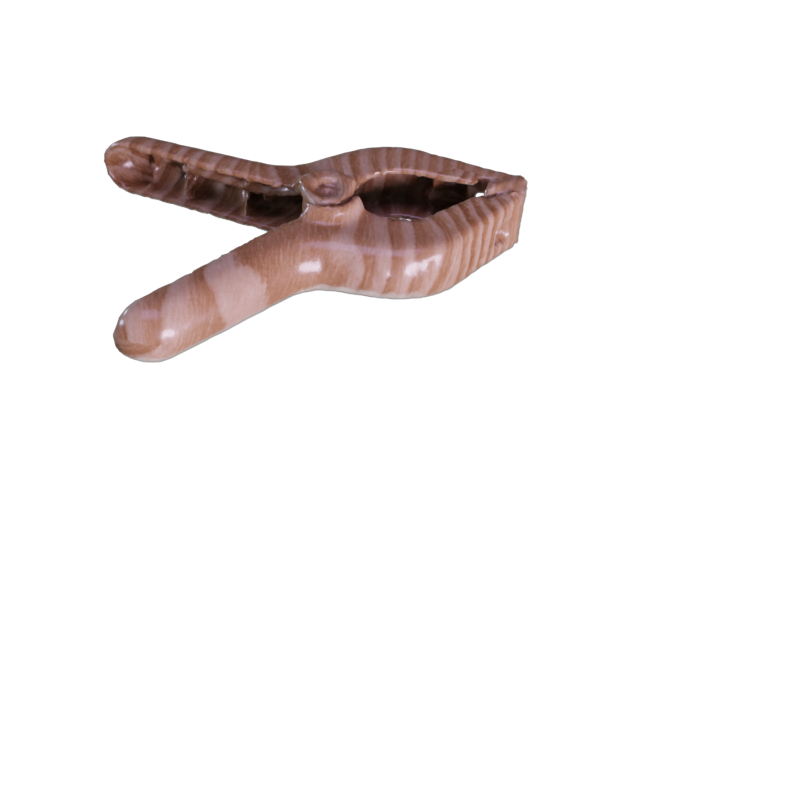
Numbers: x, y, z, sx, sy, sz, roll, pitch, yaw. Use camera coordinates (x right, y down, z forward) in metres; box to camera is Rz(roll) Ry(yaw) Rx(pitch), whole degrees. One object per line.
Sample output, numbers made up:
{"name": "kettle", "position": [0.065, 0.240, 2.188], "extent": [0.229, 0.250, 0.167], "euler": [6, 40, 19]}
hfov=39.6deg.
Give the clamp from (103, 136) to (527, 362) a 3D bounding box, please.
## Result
{"name": "clamp", "position": [-0.033, -0.061, 0.425], "extent": [0.171, 0.129, 0.036], "euler": [-2, -41, -2]}
